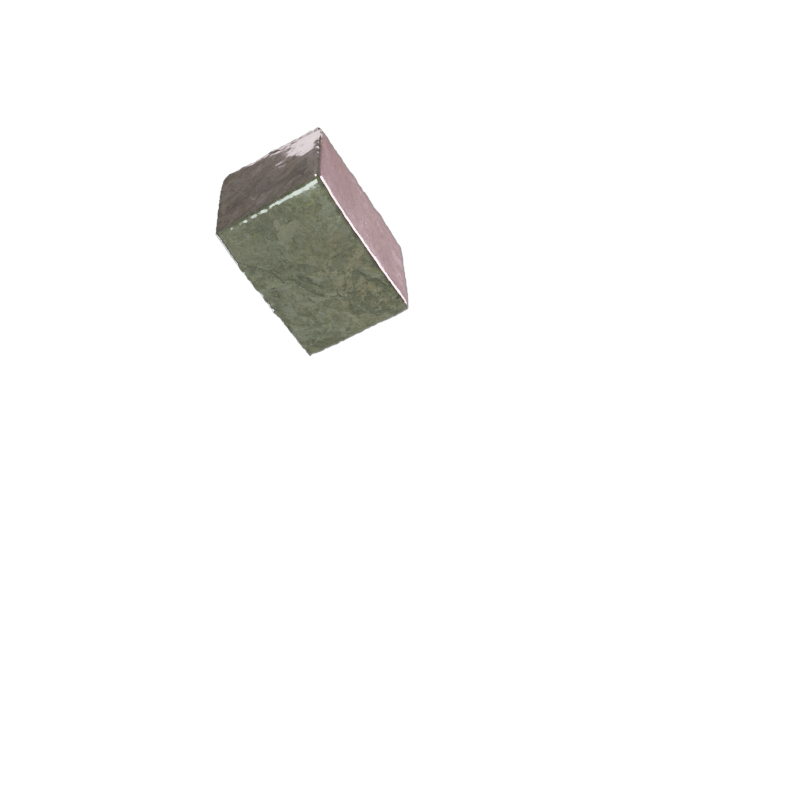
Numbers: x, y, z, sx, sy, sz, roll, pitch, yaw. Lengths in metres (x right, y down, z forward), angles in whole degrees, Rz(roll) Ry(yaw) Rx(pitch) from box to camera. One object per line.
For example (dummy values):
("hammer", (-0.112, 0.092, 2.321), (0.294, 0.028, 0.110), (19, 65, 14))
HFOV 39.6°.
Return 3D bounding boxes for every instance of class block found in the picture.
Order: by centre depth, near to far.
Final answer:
("block", (-0.038, -0.070, 0.488), (0.053, 0.073, 0.055), (-26, 32, 16))
